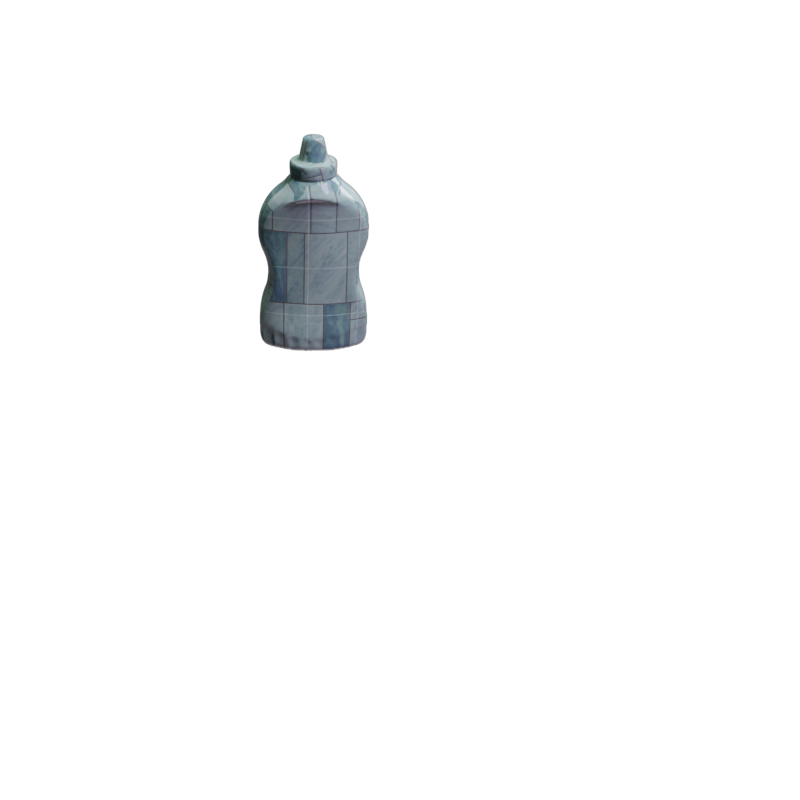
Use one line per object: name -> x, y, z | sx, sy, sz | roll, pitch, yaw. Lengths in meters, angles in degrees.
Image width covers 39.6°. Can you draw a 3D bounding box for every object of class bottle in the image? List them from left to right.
bottle -> -0.076, -0.138, 0.967 | 0.096, 0.181, 0.062 | 1, 26, -1
